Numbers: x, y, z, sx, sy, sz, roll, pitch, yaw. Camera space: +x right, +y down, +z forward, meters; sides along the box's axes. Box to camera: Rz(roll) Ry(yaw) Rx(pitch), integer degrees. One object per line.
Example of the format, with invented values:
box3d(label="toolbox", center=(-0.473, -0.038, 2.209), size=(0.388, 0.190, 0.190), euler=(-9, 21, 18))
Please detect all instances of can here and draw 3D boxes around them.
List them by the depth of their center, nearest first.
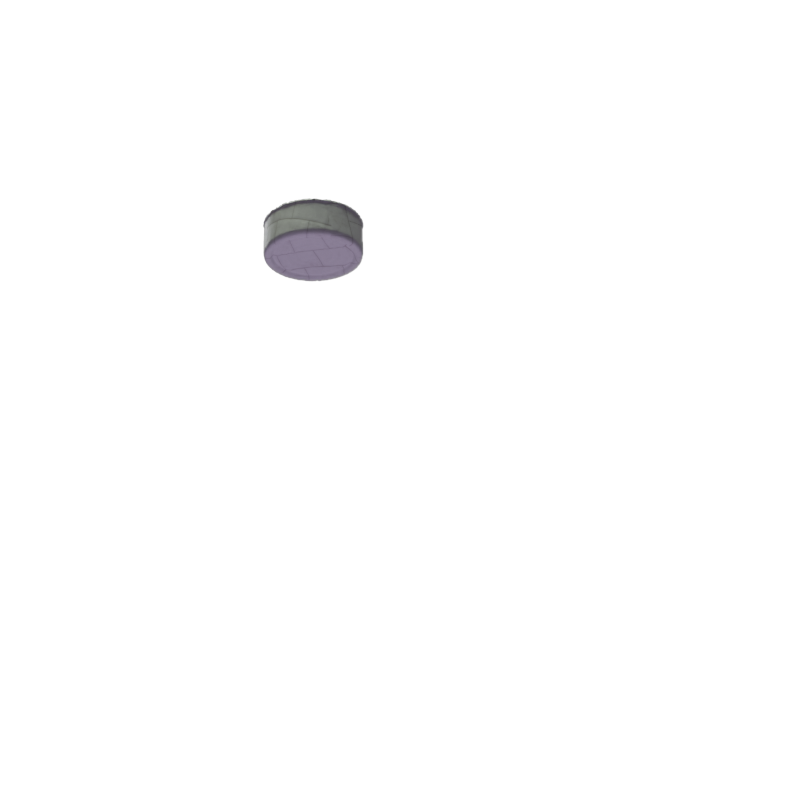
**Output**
box3d(label="can", center=(-0.074, -0.135, 0.944), size=(0.086, 0.036, 0.081), euler=(1, -25, -2))
